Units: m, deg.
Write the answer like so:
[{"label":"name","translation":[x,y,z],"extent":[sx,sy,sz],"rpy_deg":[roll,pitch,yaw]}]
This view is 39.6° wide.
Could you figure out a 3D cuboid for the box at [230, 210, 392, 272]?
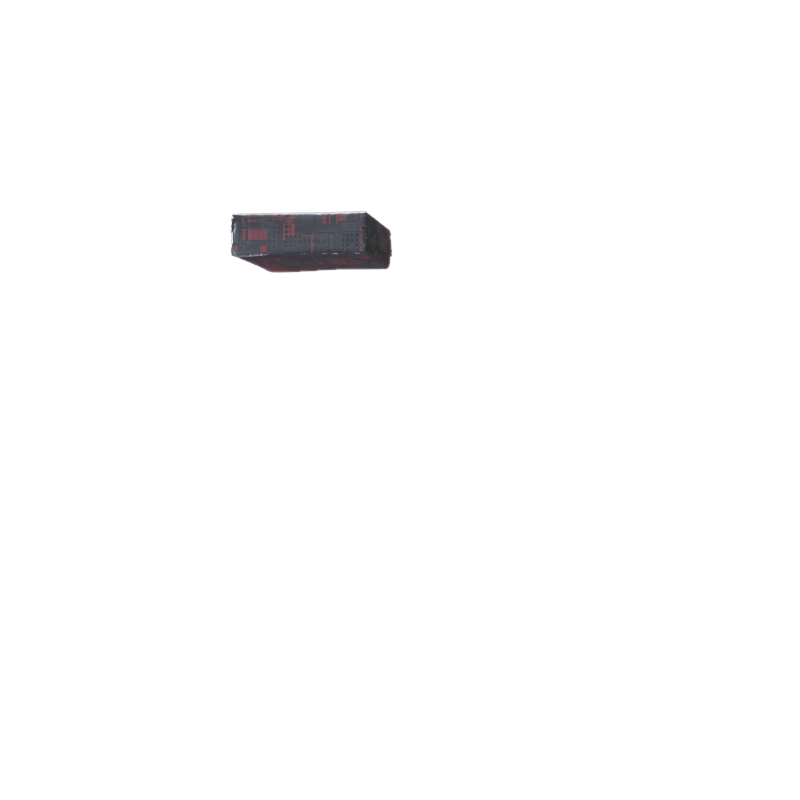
[{"label":"box","translation":[-0.071,-0.129,0.902],"extent":[0.115,0.040,0.087],"rpy_deg":[-1,-4,14]}]
